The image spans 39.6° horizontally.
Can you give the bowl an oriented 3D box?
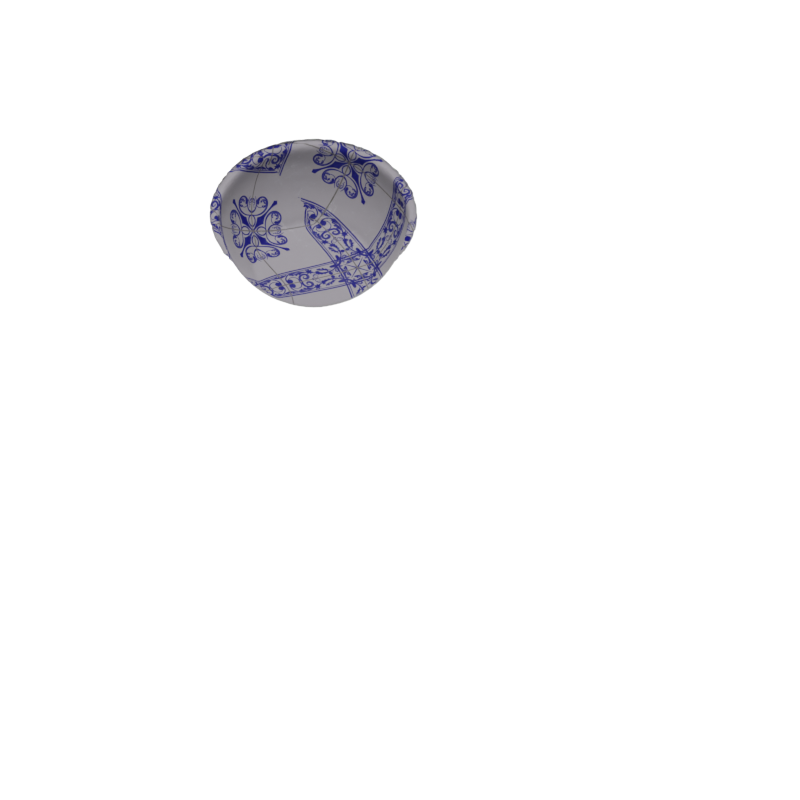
[{"bbox_3d":[-0.066,-0.121,0.849,0.162,0.059,0.151,1,-41,-1],"label":"bowl"}]
